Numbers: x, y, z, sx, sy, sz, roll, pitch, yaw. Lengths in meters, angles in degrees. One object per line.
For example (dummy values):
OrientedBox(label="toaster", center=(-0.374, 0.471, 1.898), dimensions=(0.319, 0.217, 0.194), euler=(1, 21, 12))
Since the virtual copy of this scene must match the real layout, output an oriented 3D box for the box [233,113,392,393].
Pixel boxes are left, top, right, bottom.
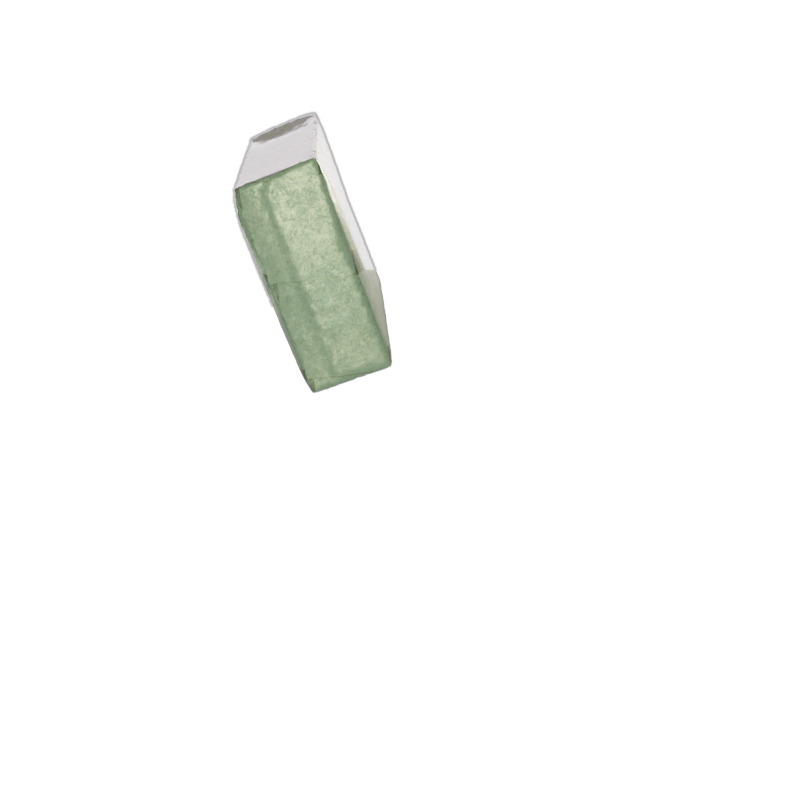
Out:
OrientedBox(label="box", center=(-0.069, -0.125, 0.876), dimensions=(0.072, 0.157, 0.223), euler=(-20, 20, 4))
